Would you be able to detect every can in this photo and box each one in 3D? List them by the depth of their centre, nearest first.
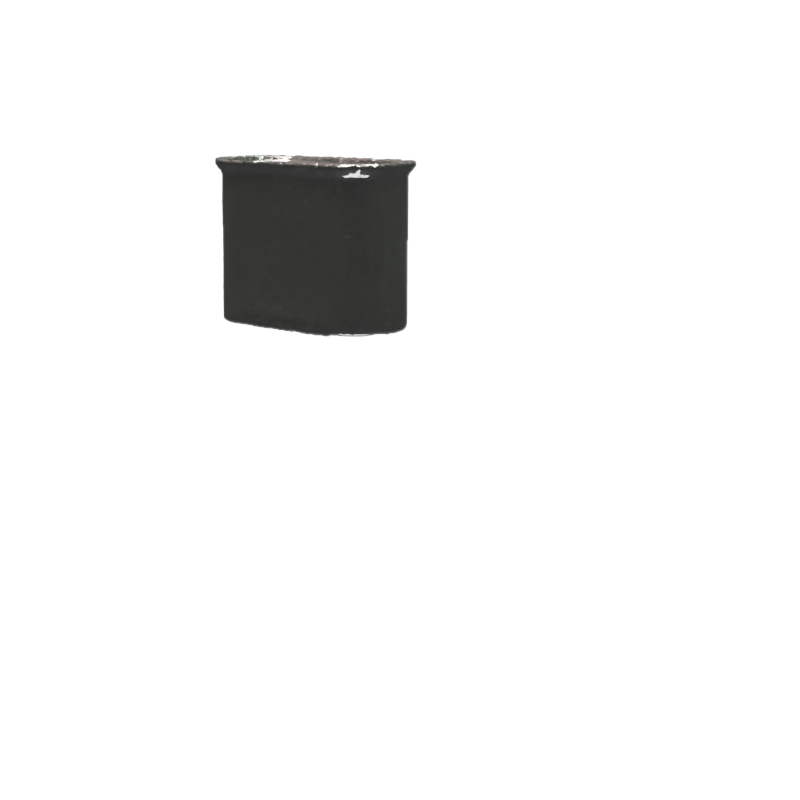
[{"bbox_3d":[-0.044,-0.080,0.559,0.107,0.082,0.056,9,13,35],"label":"can"}]
